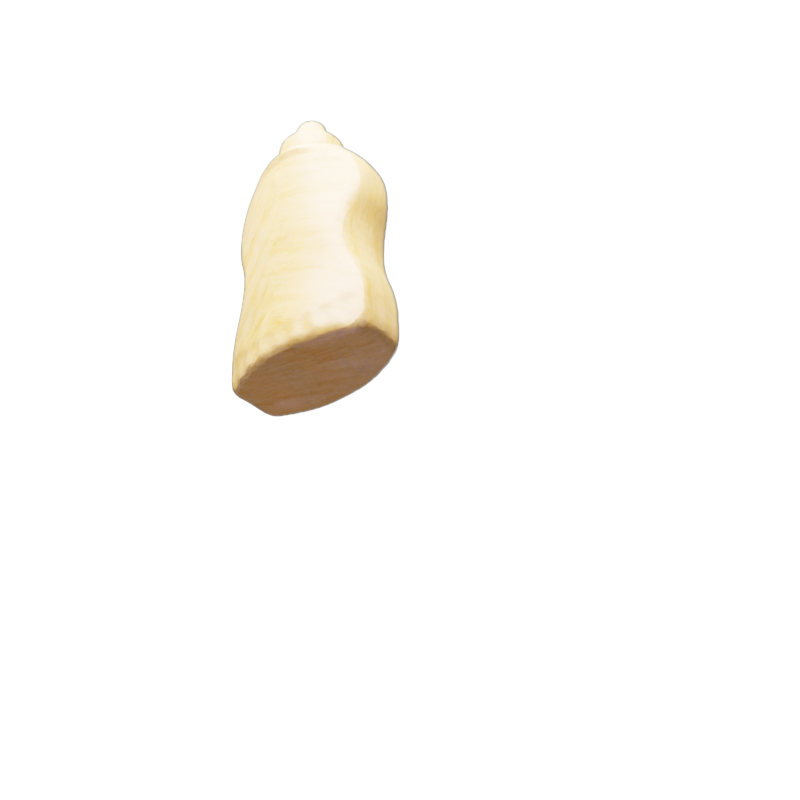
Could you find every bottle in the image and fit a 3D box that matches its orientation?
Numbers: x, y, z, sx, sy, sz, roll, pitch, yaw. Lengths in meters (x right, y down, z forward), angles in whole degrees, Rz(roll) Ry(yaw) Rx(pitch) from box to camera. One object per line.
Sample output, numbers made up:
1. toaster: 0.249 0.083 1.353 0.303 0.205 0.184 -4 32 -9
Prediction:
1. bottle: -0.050 -0.091 0.638 0.096 0.206 0.054 -31 -47 30
